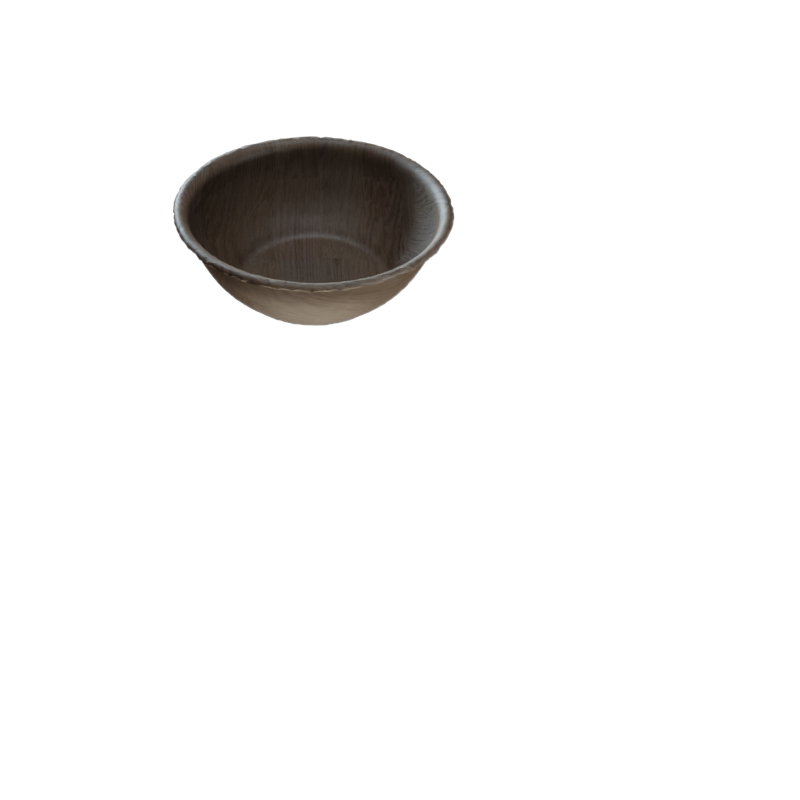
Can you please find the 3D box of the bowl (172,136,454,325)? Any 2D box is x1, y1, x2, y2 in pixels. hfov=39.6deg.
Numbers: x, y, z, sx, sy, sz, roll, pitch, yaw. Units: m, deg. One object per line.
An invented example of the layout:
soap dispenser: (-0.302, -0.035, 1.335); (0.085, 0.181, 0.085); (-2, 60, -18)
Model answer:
bowl: (-0.051, -0.093, 0.653); (0.162, 0.051, 0.174); (-1, 40, -2)
